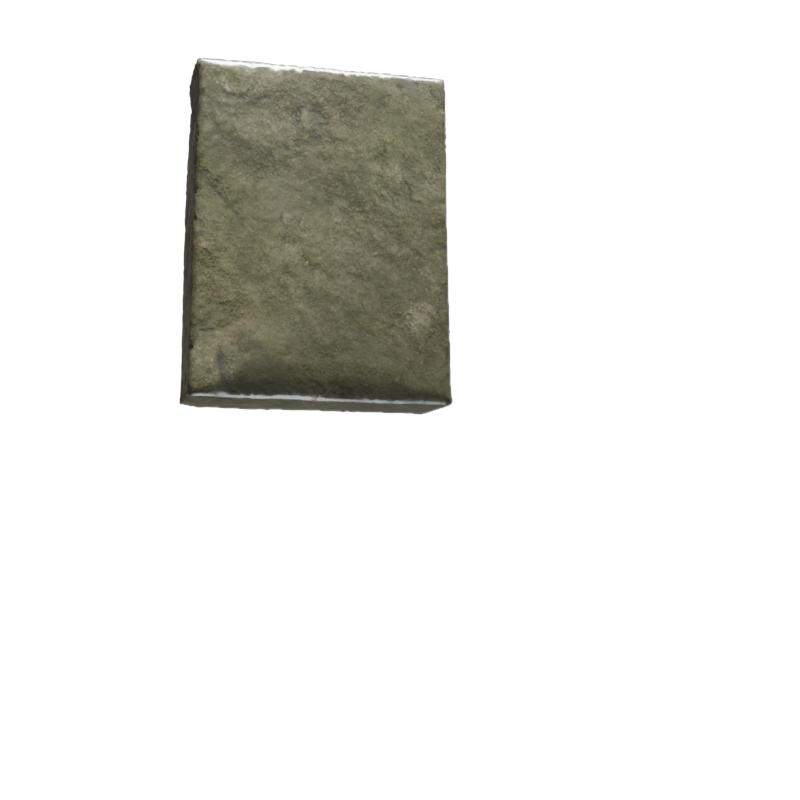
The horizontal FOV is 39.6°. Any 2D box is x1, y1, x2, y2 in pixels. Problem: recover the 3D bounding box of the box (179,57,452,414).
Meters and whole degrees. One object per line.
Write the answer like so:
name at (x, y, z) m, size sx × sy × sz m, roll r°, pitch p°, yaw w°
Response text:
box at (-0.056, -0.101, 0.710) m, size 0.161 × 0.221 × 0.071 m, roll 2°, pitch -14°, yaw -13°
